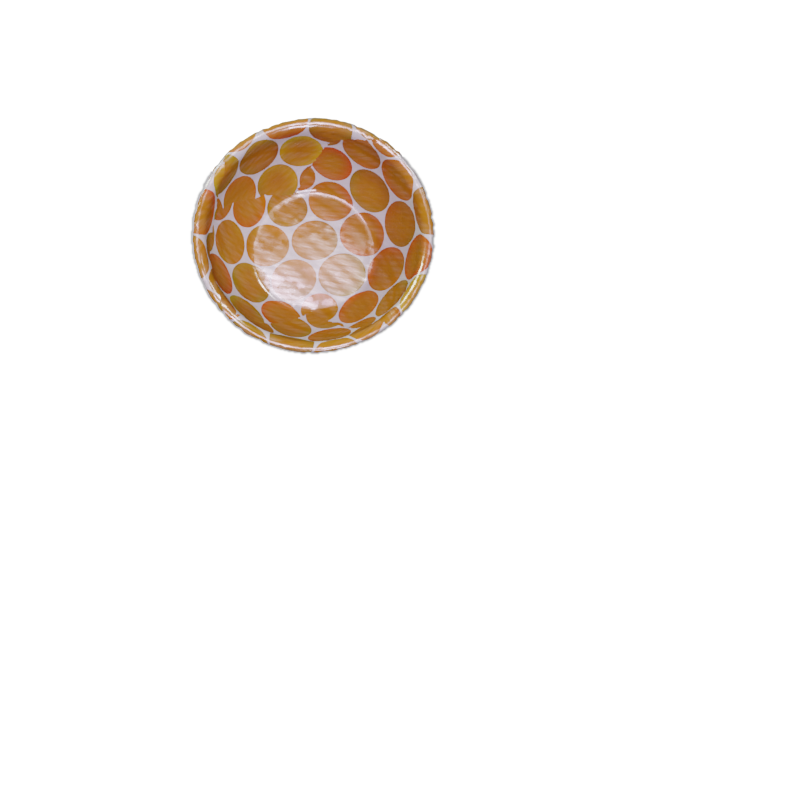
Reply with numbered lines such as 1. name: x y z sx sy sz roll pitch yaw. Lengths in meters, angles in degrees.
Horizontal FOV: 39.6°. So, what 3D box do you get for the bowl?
1. bowl: -0.060 -0.109 0.763 0.162 0.167 0.053 0 -13 -1
